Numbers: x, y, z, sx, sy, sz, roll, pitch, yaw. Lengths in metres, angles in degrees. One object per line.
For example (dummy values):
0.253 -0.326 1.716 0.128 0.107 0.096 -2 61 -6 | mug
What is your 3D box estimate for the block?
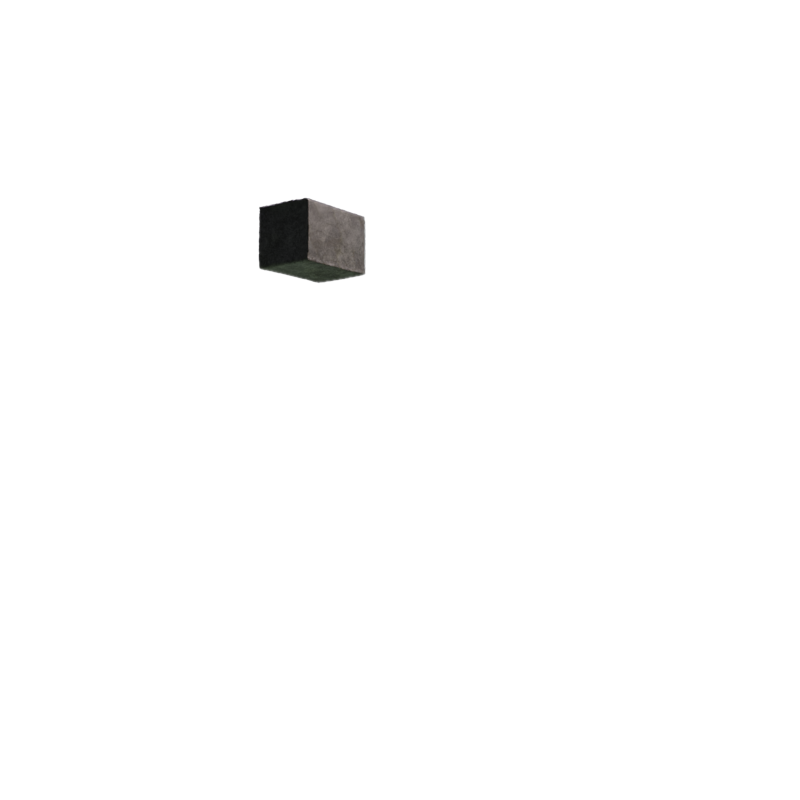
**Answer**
-0.070 -0.128 0.898 0.054 0.053 0.074 -7 -10 35 | block
